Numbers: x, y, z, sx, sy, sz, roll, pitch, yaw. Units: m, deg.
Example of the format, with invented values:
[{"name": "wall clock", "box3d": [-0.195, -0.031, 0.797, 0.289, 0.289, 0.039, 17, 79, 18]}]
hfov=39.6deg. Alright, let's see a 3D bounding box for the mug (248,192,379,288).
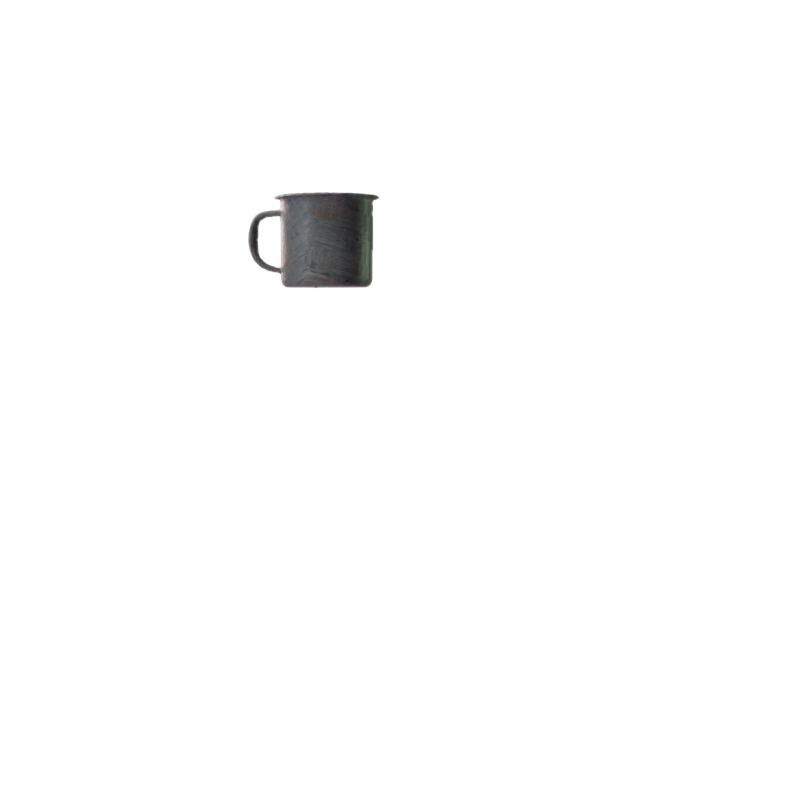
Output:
[{"name": "mug", "box3d": [-0.077, -0.141, 0.986, 0.117, 0.081, 0.093, 0, 3, 2]}]
